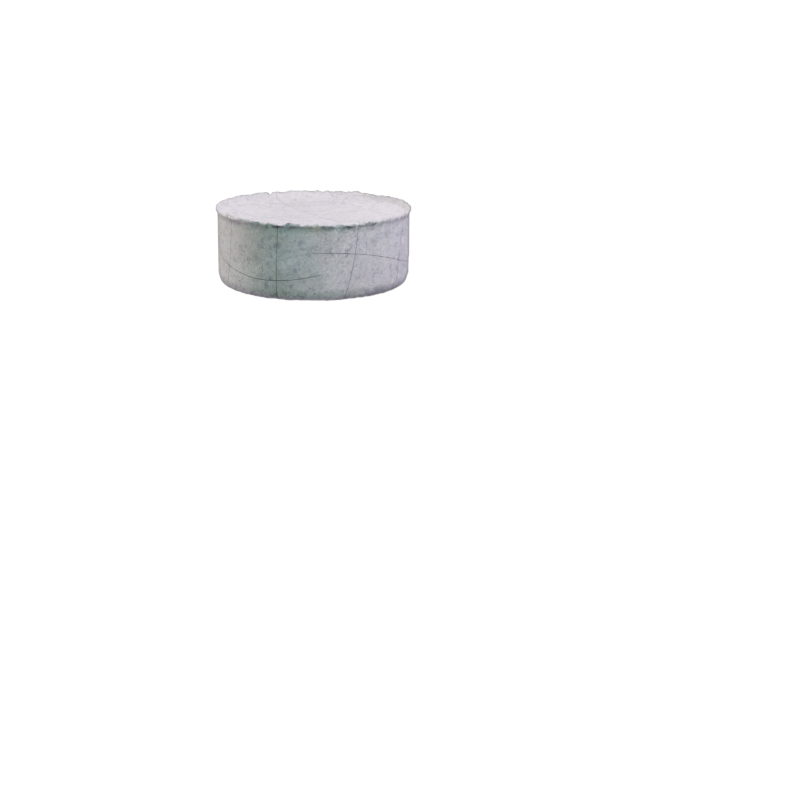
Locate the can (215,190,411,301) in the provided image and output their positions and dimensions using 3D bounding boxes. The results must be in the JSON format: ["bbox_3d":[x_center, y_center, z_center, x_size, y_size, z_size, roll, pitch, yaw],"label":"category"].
[{"bbox_3d":[-0.038,-0.070,0.491,0.086,0.032,0.089,-1,18,-2],"label":"can"}]
